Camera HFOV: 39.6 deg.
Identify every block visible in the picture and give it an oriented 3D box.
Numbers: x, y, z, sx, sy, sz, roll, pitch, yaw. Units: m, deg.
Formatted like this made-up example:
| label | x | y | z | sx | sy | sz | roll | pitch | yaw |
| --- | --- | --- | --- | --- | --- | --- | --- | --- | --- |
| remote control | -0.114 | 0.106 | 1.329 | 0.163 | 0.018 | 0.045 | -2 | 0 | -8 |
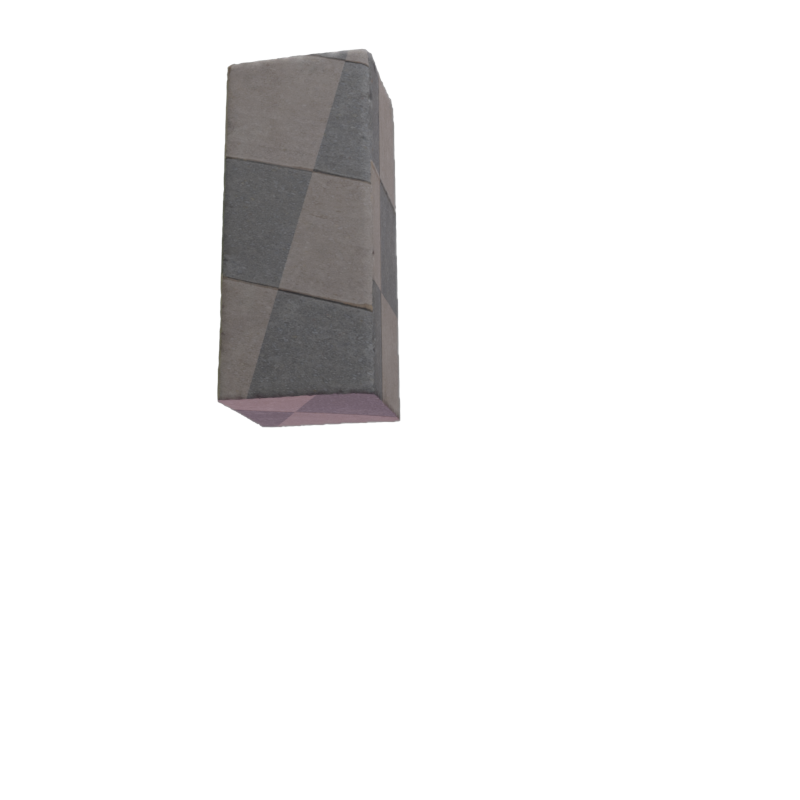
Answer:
| label | x | y | z | sx | sy | sz | roll | pitch | yaw |
| --- | --- | --- | --- | --- | --- | --- | --- | --- | --- |
| block | -0.052 | -0.096 | 0.668 | 0.091 | 0.215 | 0.086 | -5 | -18 | 11 |
